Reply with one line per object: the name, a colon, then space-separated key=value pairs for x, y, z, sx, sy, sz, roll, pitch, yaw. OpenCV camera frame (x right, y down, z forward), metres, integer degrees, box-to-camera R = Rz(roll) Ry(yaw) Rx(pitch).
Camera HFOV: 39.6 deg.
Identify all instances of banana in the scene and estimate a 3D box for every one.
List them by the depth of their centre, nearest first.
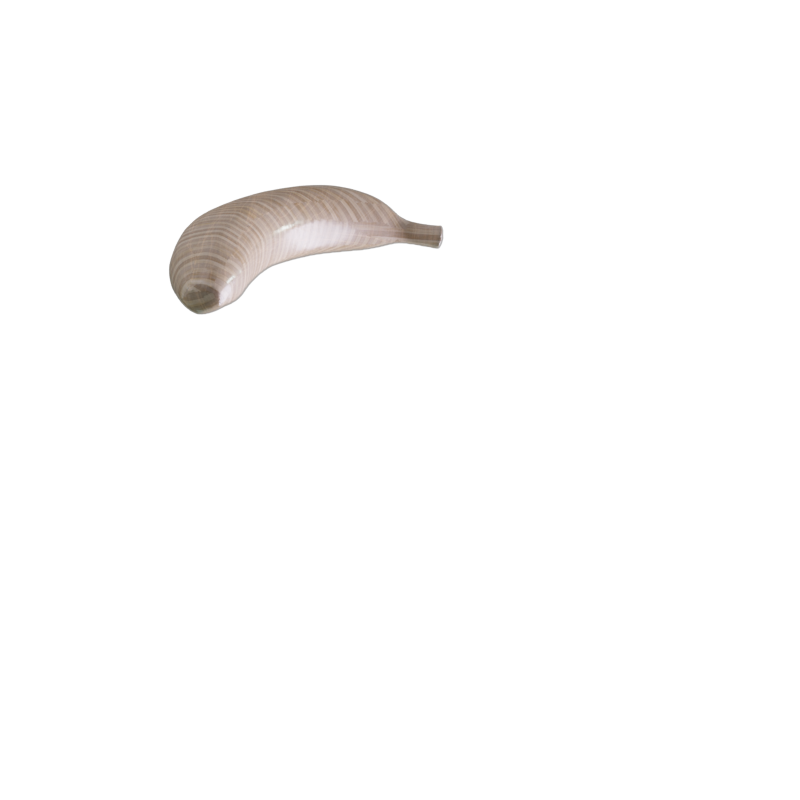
banana: x=-0.054 y=-0.077 z=0.519 sx=0.073 sy=0.035 sz=0.196 roll=10 pitch=21 yaw=30
